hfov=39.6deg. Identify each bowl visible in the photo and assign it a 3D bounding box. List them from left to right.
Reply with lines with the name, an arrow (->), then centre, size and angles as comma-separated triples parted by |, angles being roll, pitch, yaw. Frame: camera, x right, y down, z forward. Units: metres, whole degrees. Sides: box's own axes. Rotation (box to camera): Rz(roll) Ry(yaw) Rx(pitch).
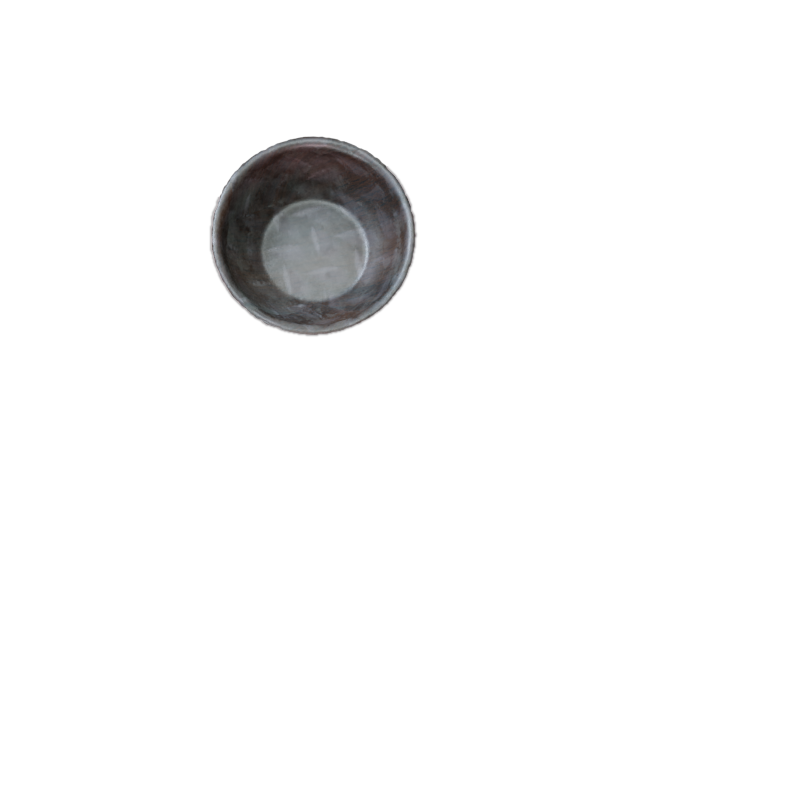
bowl -> -0.070, -0.128, 0.896 | 0.162, 0.168, 0.053 | 0, -14, -1
